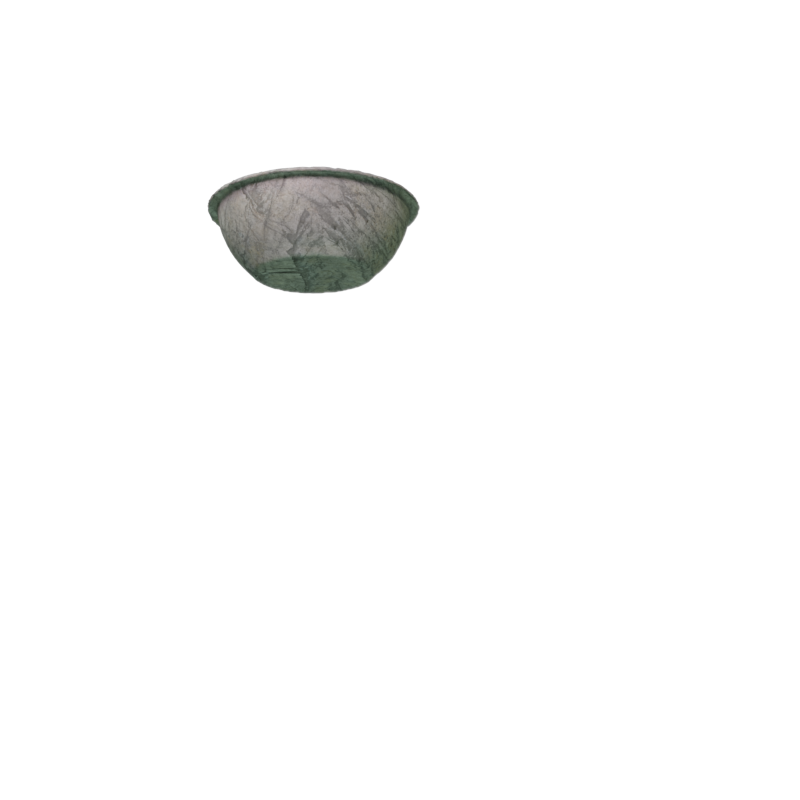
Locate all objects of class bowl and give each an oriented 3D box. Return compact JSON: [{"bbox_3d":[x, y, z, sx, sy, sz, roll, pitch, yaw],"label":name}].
[{"bbox_3d":[-0.066,-0.120,0.841,0.162,0.057,0.156,0,-14,-2],"label":"bowl"}]
